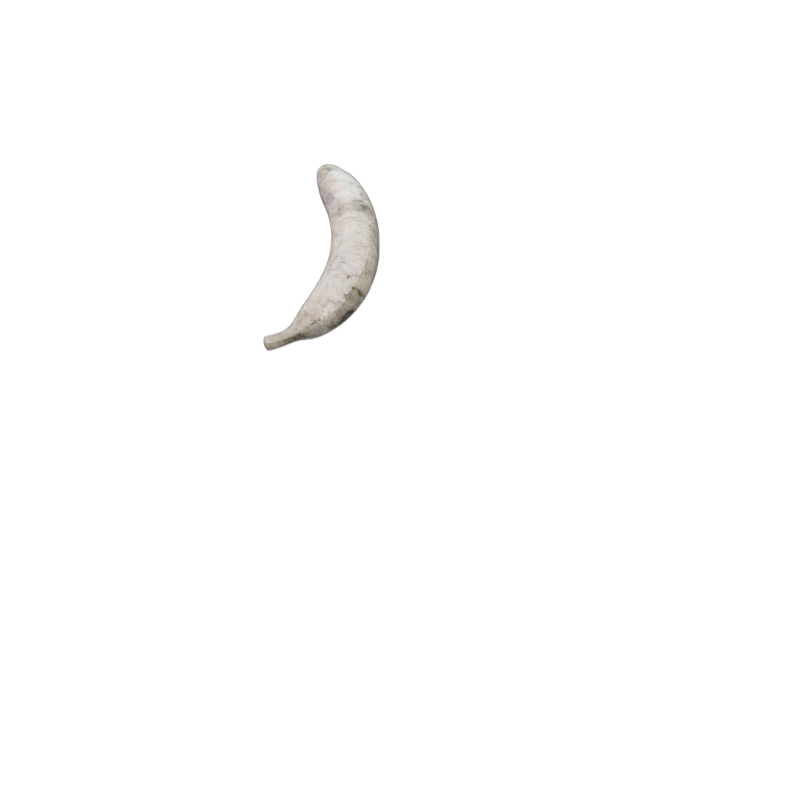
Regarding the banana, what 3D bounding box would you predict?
[{"bbox_3d":[-0.049,-0.115,0.846,0.070,0.210,0.034,7,-42,6],"label":"banana"}]
